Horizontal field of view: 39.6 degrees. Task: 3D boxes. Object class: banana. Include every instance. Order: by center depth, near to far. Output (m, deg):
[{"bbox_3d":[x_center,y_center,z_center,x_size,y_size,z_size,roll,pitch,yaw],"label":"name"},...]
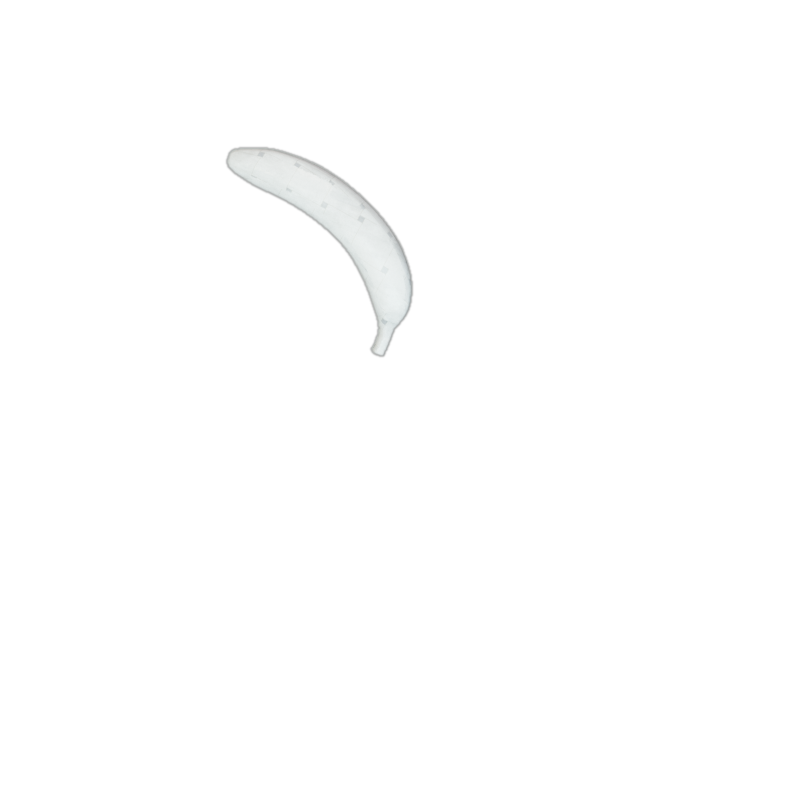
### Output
[{"bbox_3d":[-0.050,-0.130,0.854,0.070,0.200,0.036,-37,-4,-3],"label":"banana"}]
